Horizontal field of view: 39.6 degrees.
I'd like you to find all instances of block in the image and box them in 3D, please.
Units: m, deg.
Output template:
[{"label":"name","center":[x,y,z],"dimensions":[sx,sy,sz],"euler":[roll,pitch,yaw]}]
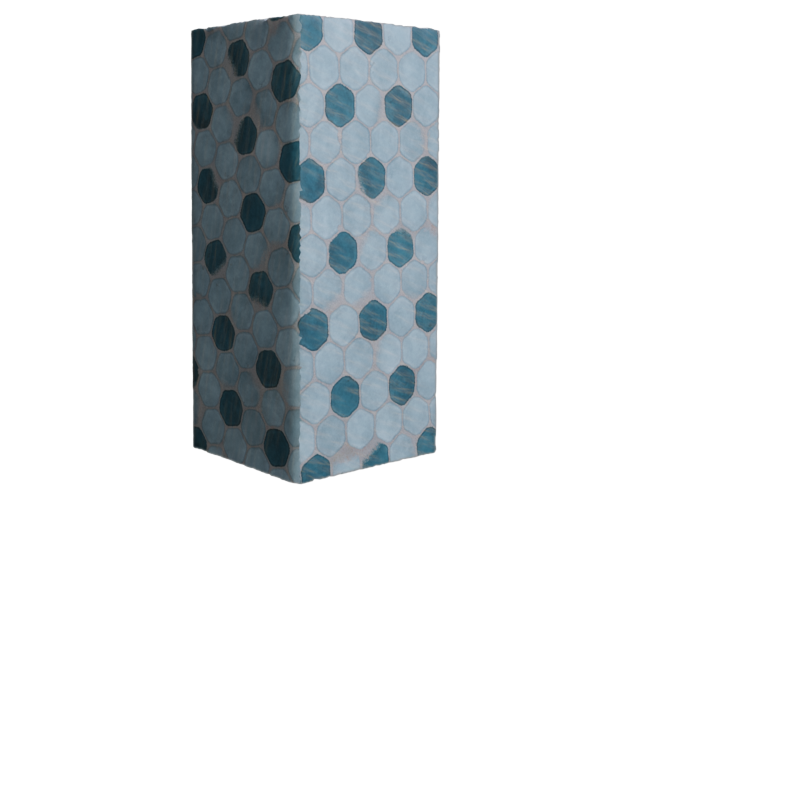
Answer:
[{"label":"block","center":[-0.043,-0.078,0.543],"dimensions":[0.088,0.204,0.094],"euler":[-5,8,-42]}]
